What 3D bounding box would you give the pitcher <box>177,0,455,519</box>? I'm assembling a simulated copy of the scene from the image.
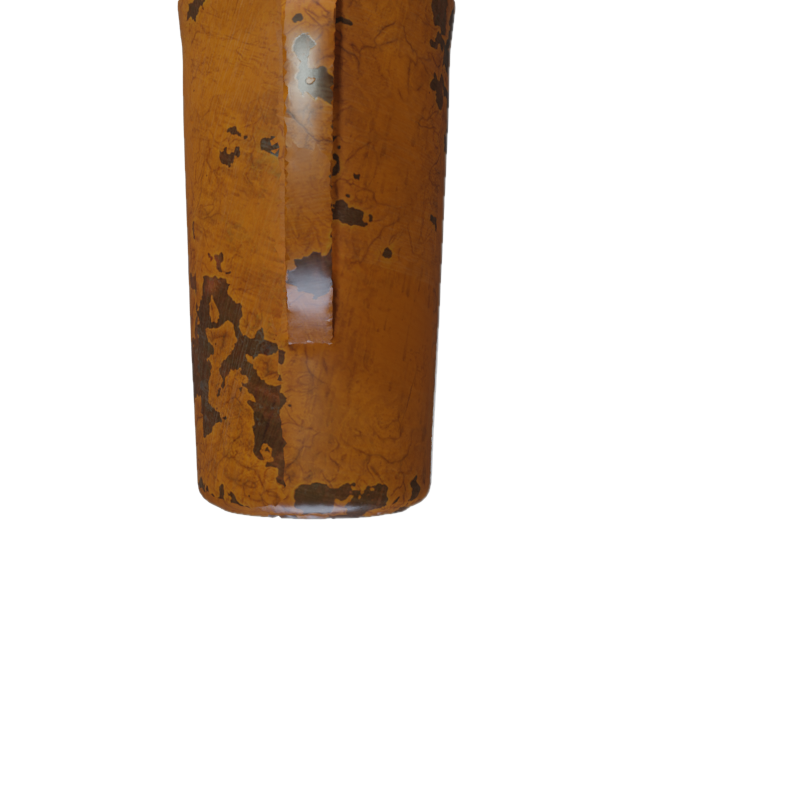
[{"bbox_3d":[-0.040,-0.073,0.513,0.150,0.246,0.142,-4,-6,43],"label":"pitcher"}]
